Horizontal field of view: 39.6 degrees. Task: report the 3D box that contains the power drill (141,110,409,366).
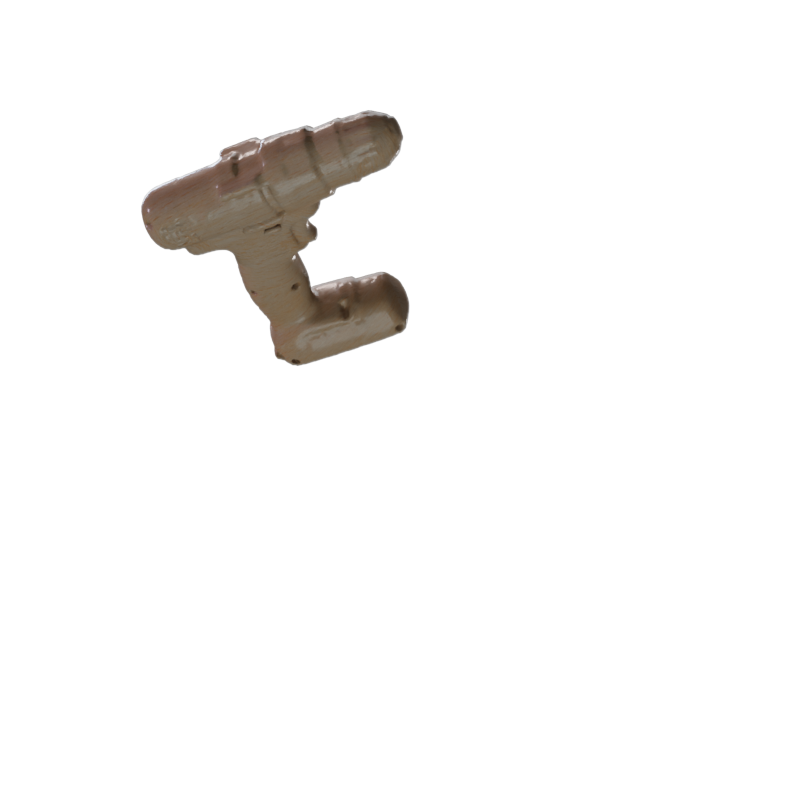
[{"bbox_3d":[-0.061,-0.111,0.777,0.186,0.062,0.173,-16,-43,17],"label":"power drill"}]
